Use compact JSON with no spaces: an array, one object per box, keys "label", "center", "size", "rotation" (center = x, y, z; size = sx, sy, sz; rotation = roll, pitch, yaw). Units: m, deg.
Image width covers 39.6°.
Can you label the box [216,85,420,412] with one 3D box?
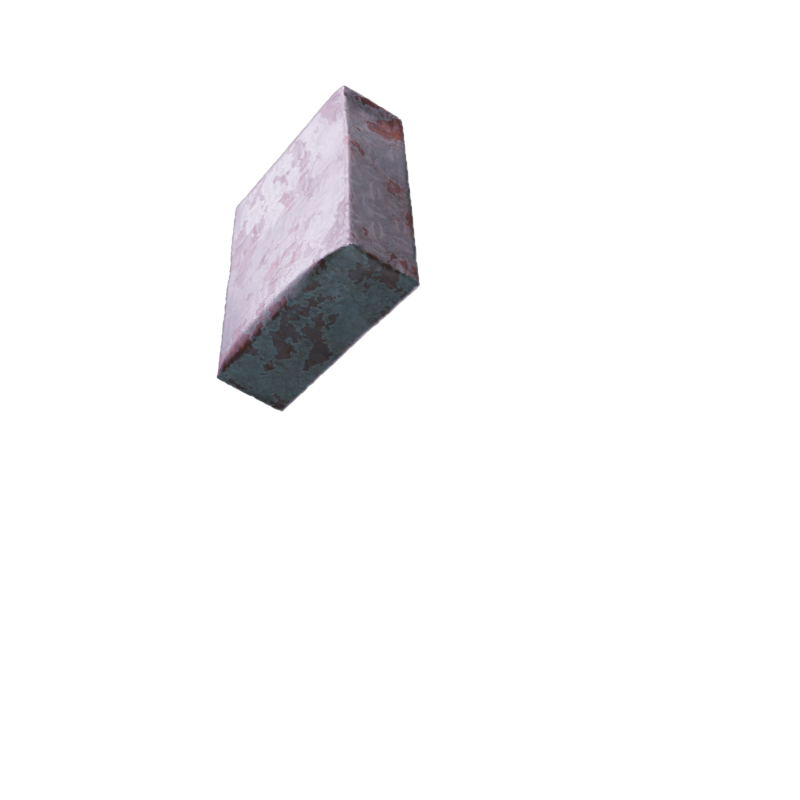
[{"label":"box","center":[-0.068,-0.125,0.872],"size":[0.068,0.230,0.161],"rotation":[30,-55,-28]}]
